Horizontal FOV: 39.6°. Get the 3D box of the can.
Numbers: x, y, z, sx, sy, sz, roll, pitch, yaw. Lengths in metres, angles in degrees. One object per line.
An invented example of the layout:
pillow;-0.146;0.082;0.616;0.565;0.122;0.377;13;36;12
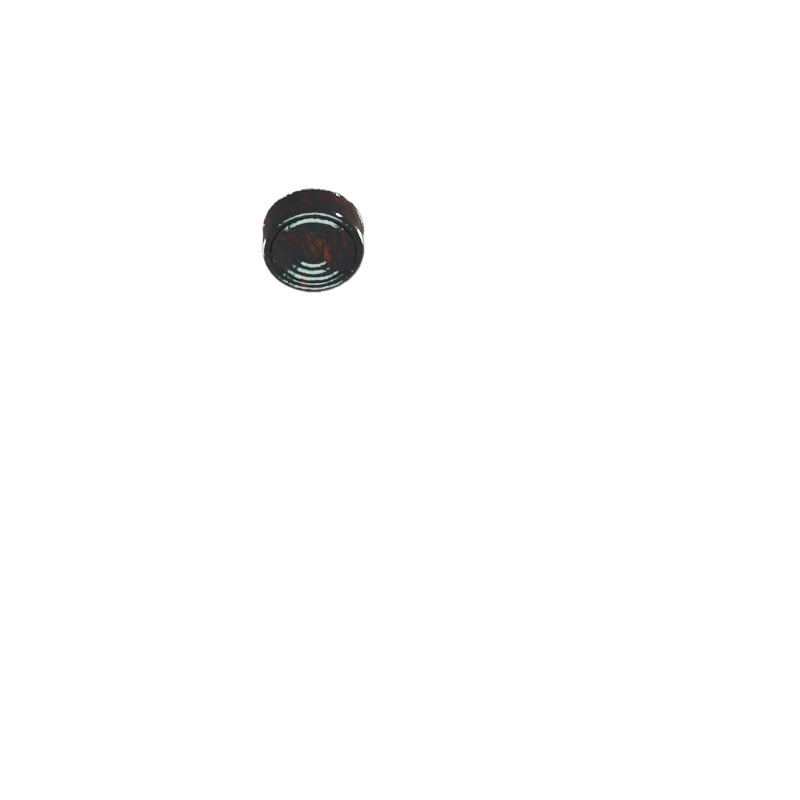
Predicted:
can;-0.072;-0.132;0.923;0.086;0.080;0.036;1;39;-1
